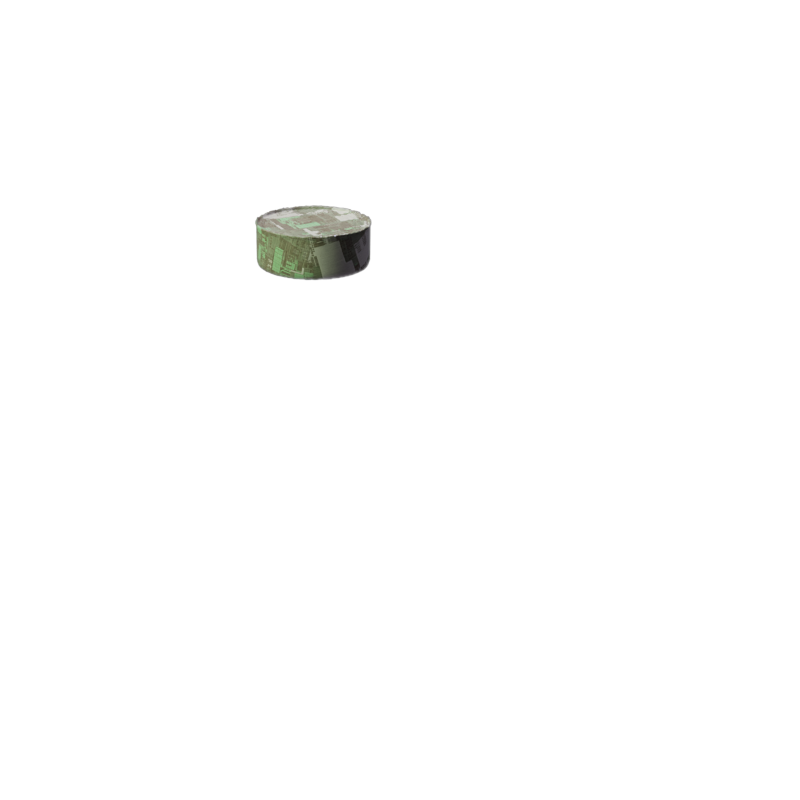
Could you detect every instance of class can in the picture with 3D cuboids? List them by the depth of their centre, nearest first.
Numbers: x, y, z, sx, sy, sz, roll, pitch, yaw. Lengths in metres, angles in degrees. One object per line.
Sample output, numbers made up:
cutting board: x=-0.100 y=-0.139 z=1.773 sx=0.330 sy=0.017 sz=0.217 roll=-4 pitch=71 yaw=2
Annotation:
can: x=-0.064 y=-0.117 z=0.820 sx=0.086 sy=0.032 sz=0.090 roll=-1 pitch=23 yaw=-2
